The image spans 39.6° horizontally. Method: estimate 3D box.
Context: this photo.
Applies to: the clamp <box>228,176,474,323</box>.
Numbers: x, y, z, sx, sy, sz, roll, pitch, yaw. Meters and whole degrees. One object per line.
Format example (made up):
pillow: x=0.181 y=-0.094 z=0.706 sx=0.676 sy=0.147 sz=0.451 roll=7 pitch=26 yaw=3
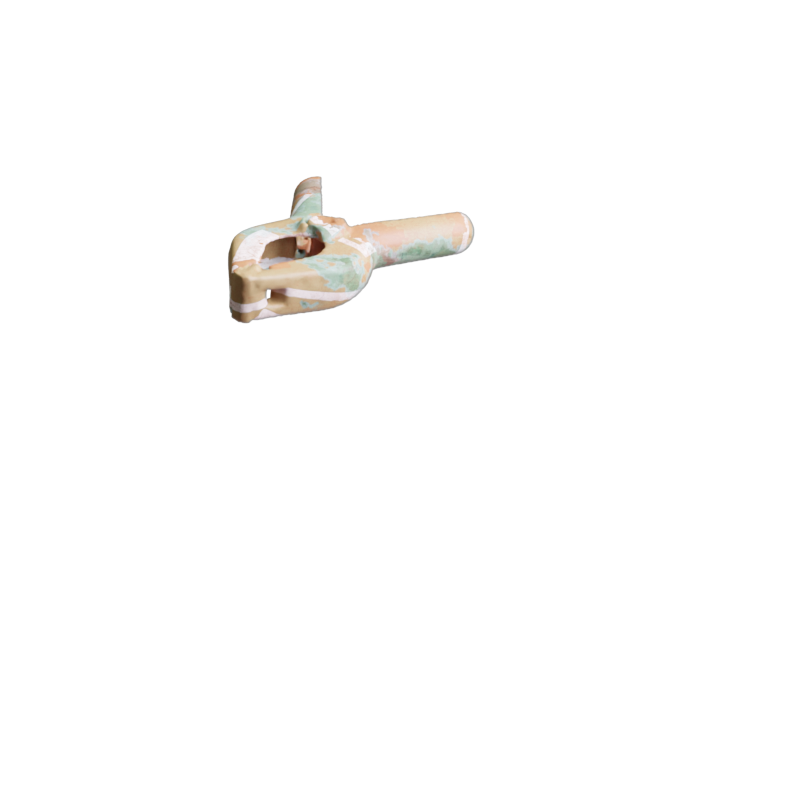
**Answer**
clamp: x=-0.050 y=-0.091 z=0.636 sx=0.127 sy=0.037 sz=0.170 roll=17 pitch=29 yaw=34
